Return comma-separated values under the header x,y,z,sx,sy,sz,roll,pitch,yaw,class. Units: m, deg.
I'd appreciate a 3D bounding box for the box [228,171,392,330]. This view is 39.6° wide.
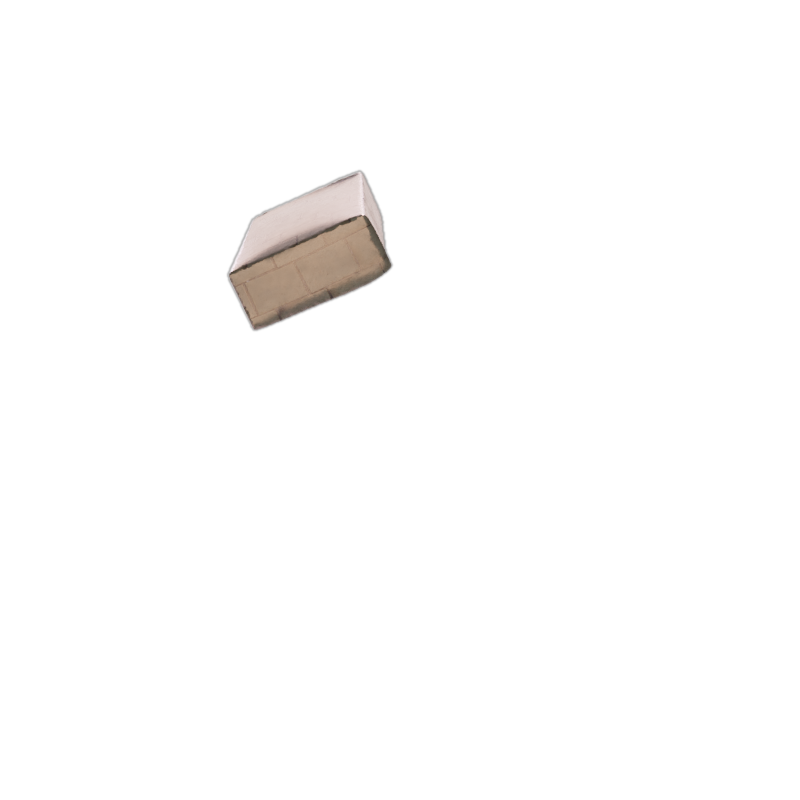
x,y,z,sx,sy,sz,roll,pitch,yaw,class
-0.058,-0.106,0.740,0.093,0.046,0.184,-23,21,5,box
